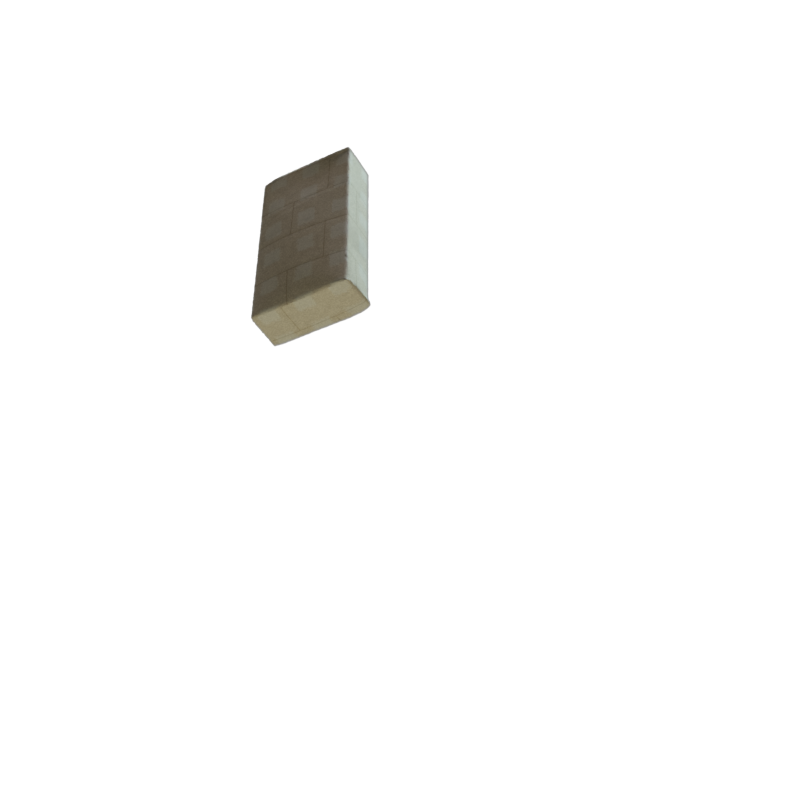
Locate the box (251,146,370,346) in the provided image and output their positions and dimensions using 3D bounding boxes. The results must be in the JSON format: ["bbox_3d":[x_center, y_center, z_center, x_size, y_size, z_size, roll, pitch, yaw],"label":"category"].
[{"bbox_3d":[-0.075,-0.136,0.953,0.094,0.189,0.044,-22,-46,19],"label":"box"}]
